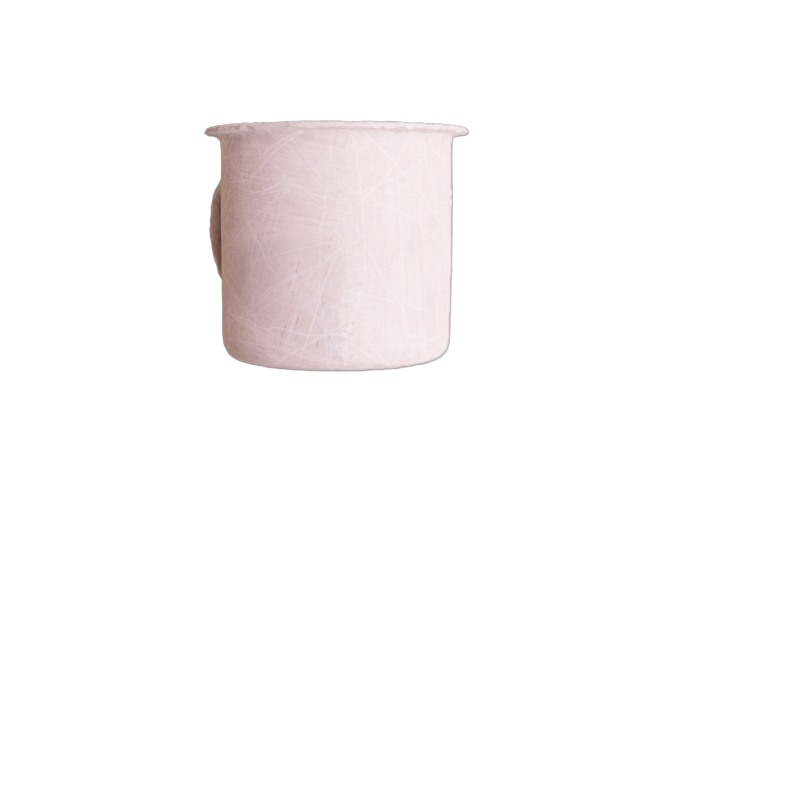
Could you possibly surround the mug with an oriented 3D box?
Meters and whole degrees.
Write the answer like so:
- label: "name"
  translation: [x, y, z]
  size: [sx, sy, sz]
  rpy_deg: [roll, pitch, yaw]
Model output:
- label: "mug"
  translation: [-0.032, -0.058, 0.403]
  size: [0.123, 0.081, 0.090]
  rpy_deg: [8, 11, 44]
